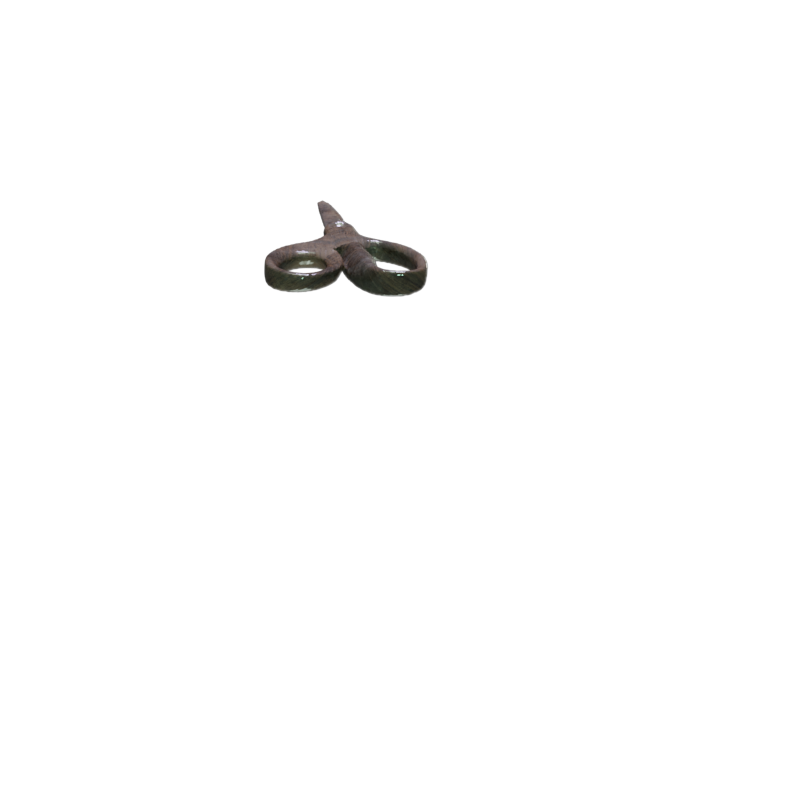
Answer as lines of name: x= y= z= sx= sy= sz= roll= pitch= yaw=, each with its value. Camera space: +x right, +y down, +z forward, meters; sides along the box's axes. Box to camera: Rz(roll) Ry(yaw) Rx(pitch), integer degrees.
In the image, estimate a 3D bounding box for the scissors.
scissors: x=-0.051 y=-0.094 z=0.657 sx=0.094 sy=0.015 sz=0.214 roll=-9 pitch=23 yaw=-21
